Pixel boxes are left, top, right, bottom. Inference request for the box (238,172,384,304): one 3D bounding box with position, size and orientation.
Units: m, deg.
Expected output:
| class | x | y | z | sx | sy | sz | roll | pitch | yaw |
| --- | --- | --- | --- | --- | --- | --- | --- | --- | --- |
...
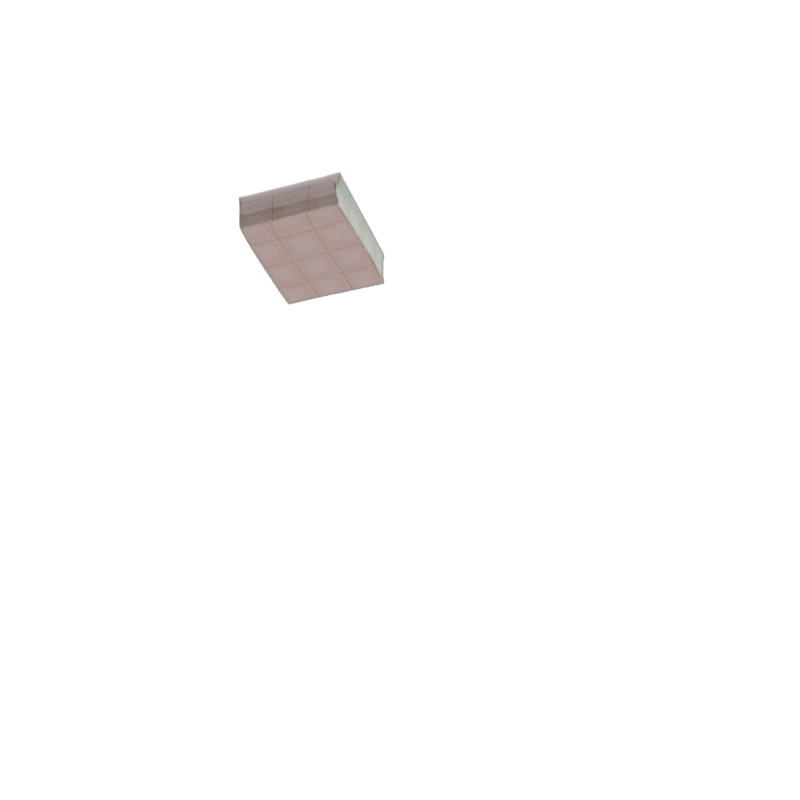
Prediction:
| class | x | y | z | sx | sy | sz | roll | pitch | yaw |
| --- | --- | --- | --- | --- | --- | --- | --- | --- | --- |
| box | -0.072 | -0.131 | 0.918 | 0.091 | 0.042 | 0.105 | -12 | -35 | 16 |
